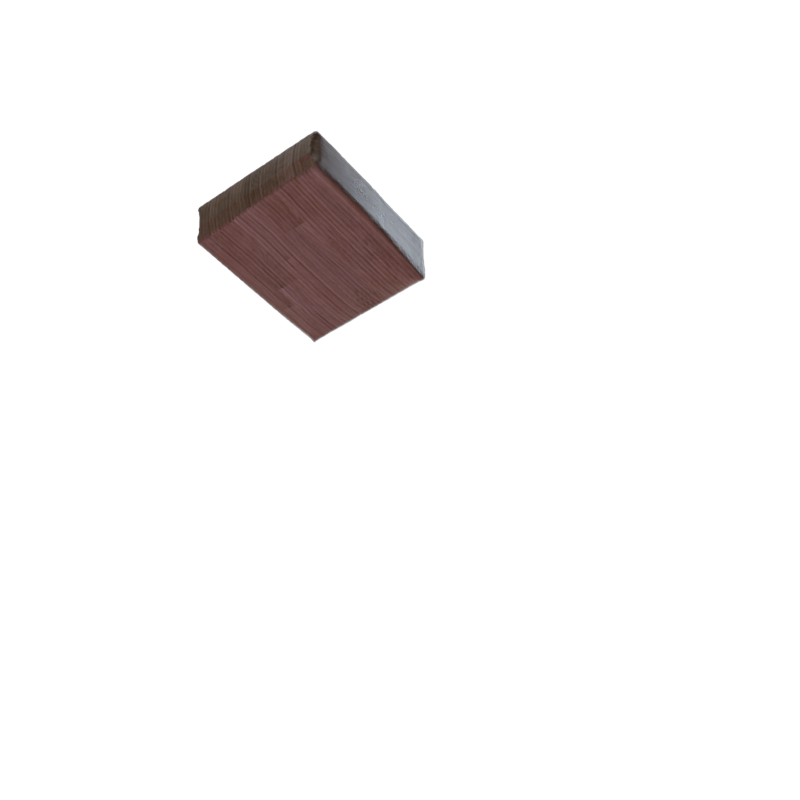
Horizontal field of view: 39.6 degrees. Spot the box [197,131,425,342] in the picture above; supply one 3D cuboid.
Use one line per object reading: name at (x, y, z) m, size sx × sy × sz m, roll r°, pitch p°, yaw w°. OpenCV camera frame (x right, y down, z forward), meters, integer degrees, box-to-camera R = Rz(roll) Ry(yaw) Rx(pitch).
box at (-0.052, -0.094, 0.660) m, size 0.090 × 0.042 × 0.106 m, roll -29°, pitch -52°, yaw 24°
